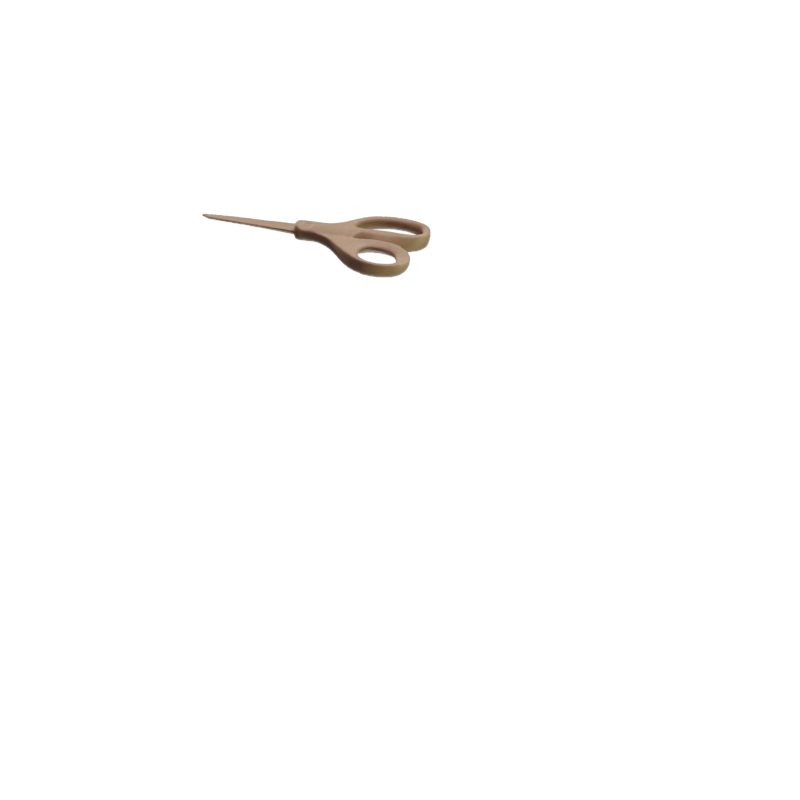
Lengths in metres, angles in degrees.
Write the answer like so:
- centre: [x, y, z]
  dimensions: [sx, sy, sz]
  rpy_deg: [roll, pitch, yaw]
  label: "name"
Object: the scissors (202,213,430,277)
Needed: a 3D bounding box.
- centre: [-0.074, -0.136, 0.952]
  dimensions: [0.202, 0.015, 0.102]
  rpy_deg: [1, 35, 1]
  label: "scissors"
